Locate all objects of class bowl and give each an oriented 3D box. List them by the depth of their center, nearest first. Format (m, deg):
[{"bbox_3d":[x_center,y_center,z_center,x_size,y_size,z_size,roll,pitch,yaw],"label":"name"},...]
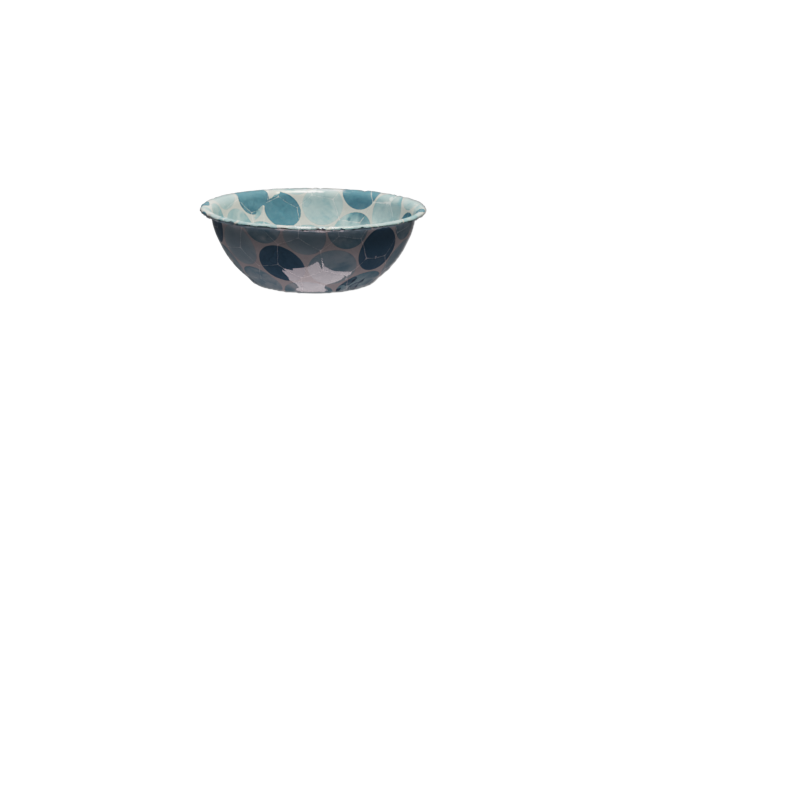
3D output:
[{"bbox_3d":[-0.063,-0.114,0.798,0.162,0.053,0.168,-1,19,-2],"label":"bowl"}]
